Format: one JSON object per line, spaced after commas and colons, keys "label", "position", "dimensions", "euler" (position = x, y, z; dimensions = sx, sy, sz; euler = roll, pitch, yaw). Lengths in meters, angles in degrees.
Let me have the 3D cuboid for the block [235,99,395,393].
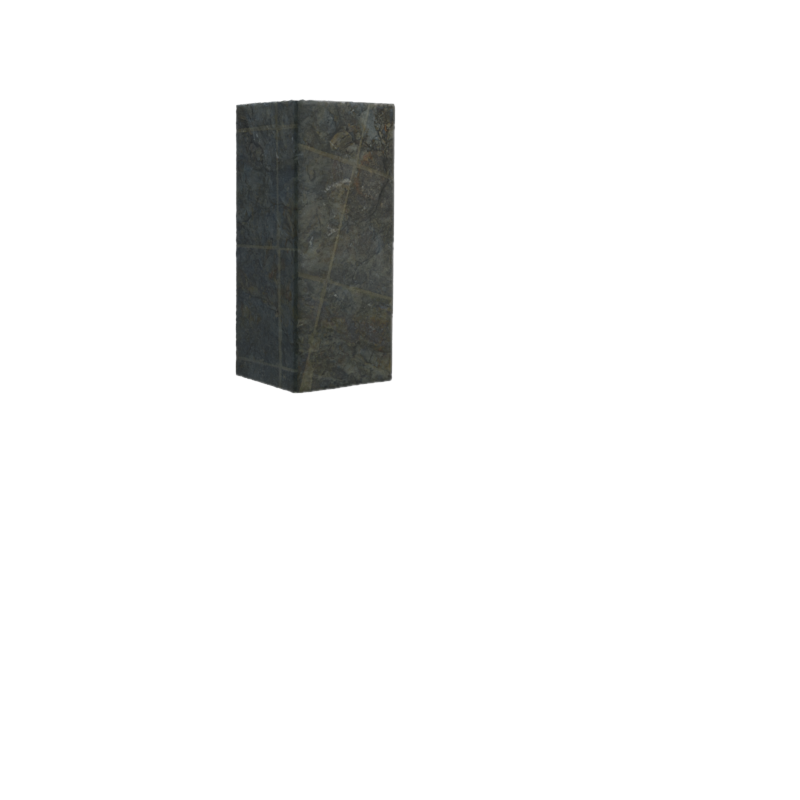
{"label": "block", "position": [-0.064, -0.119, 0.830], "dimensions": [0.087, 0.204, 0.095], "euler": [-3, 6, -36]}
